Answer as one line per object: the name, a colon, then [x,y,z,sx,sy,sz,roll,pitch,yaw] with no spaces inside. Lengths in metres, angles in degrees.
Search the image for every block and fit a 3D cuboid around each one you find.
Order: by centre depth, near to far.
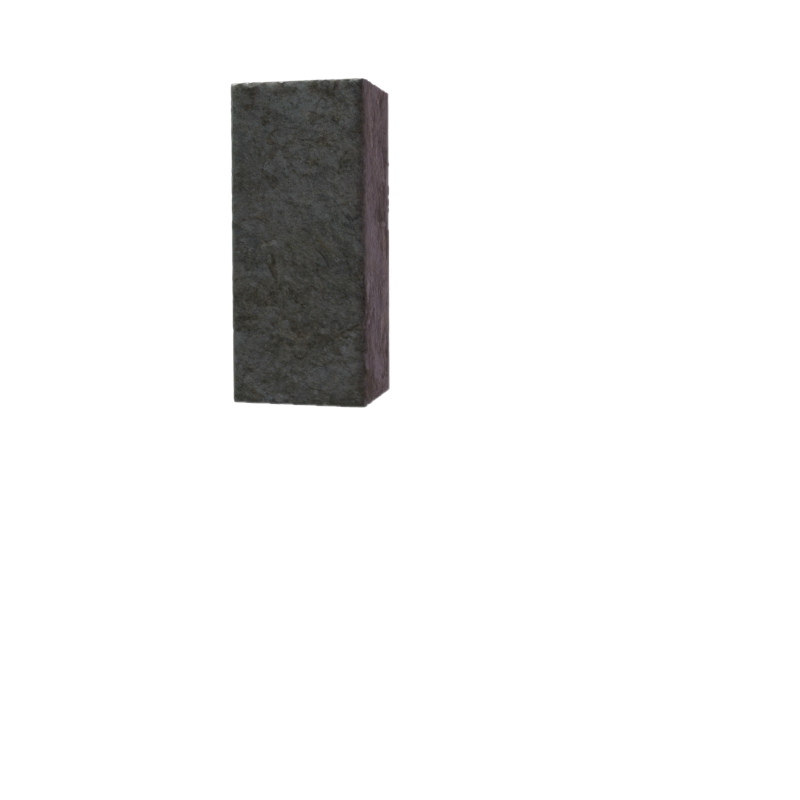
block: [-0.059,-0.106,0.743,0.092,0.205,0.089,1,2,12]
